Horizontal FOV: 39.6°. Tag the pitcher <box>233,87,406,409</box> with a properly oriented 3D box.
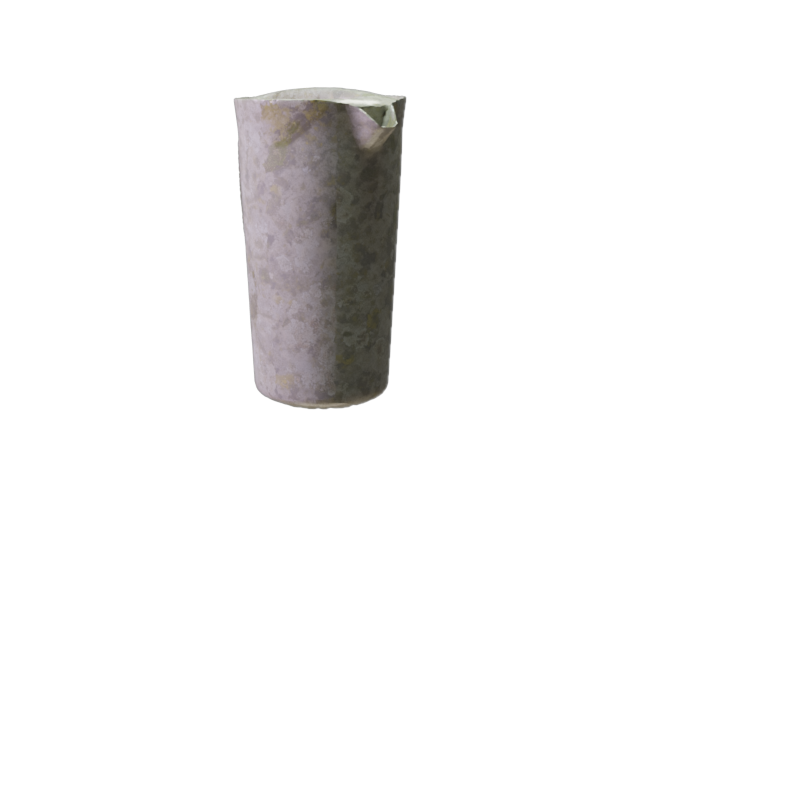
[{"bbox_3d":[-0.069,-0.126,0.881,0.146,0.237,0.152,2,11,5],"label":"pitcher"}]
